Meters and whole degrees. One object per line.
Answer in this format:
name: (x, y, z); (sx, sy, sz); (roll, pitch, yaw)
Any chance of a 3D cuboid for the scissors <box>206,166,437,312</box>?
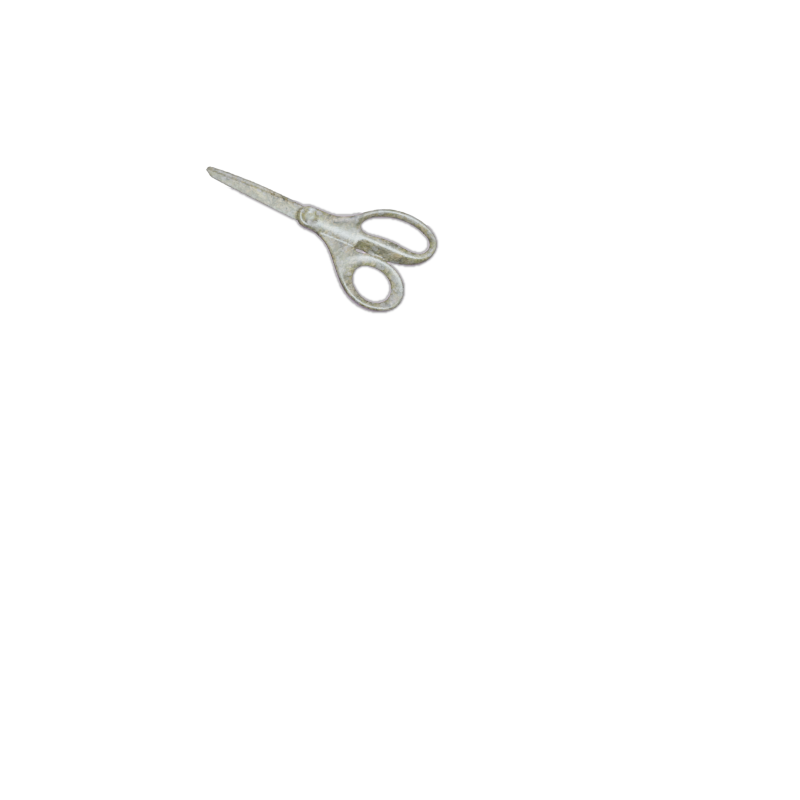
scissors: (-0.072, -0.131, 0.917); (0.203, 0.099, 0.015); (11, -16, 3)
